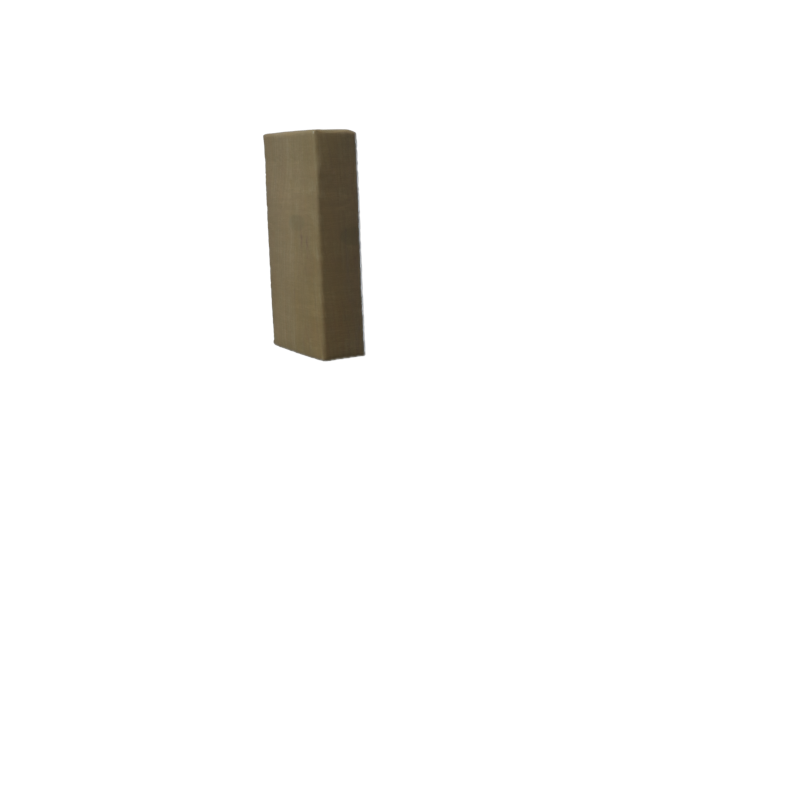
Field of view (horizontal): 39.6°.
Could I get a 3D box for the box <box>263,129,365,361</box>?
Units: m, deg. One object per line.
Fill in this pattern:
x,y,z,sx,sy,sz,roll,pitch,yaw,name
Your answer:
-0.069,-0.126,0.880,0.046,0.174,0.097,-2,6,-30,box
